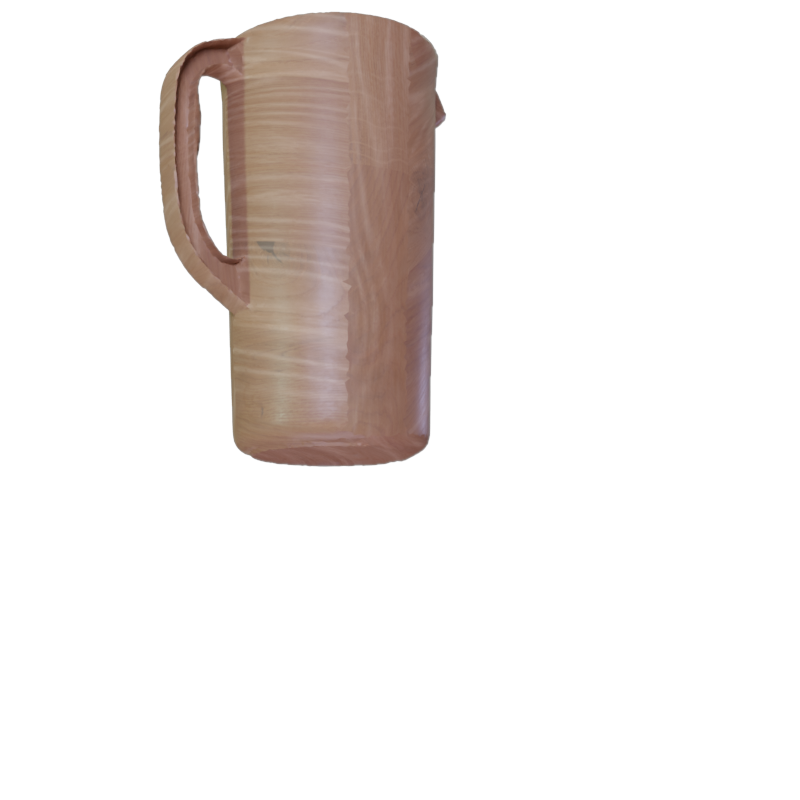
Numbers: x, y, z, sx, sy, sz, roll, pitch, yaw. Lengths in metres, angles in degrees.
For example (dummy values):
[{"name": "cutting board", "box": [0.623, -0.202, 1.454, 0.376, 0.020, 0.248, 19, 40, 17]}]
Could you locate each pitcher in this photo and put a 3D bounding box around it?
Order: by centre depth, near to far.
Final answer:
[{"name": "pitcher", "box": [-0.050, -0.091, 0.635, 0.151, 0.253, 0.138, -4, -16, 10]}]
